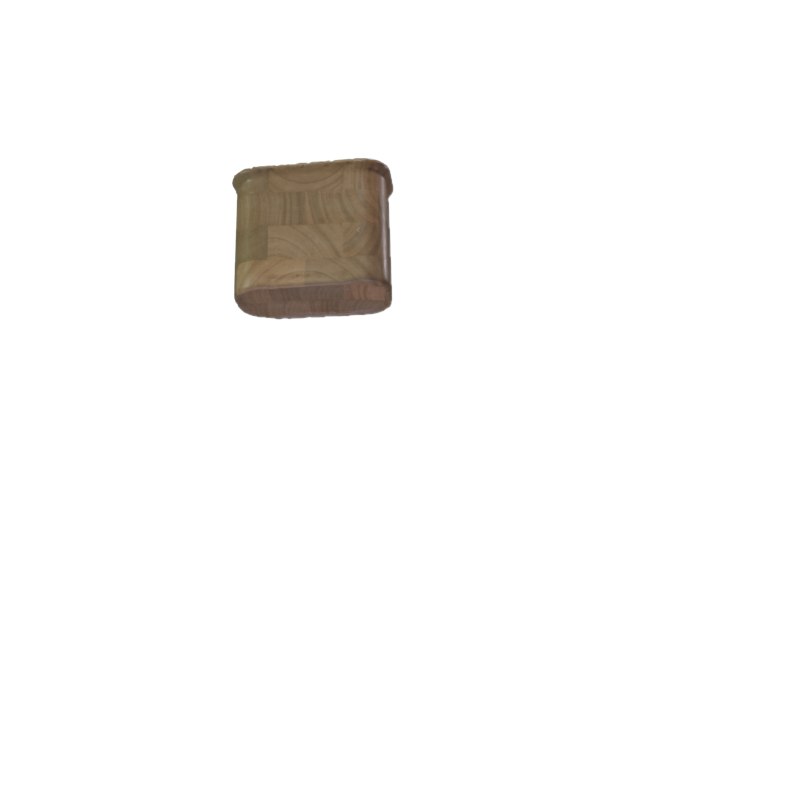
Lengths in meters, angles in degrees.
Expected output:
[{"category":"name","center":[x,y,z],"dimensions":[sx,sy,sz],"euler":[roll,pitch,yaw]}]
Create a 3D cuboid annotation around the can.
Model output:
[{"category":"can","center":[-0.055,-0.100,0.697],"dimensions":[0.103,0.088,0.054],"euler":[-4,-24,7]}]
